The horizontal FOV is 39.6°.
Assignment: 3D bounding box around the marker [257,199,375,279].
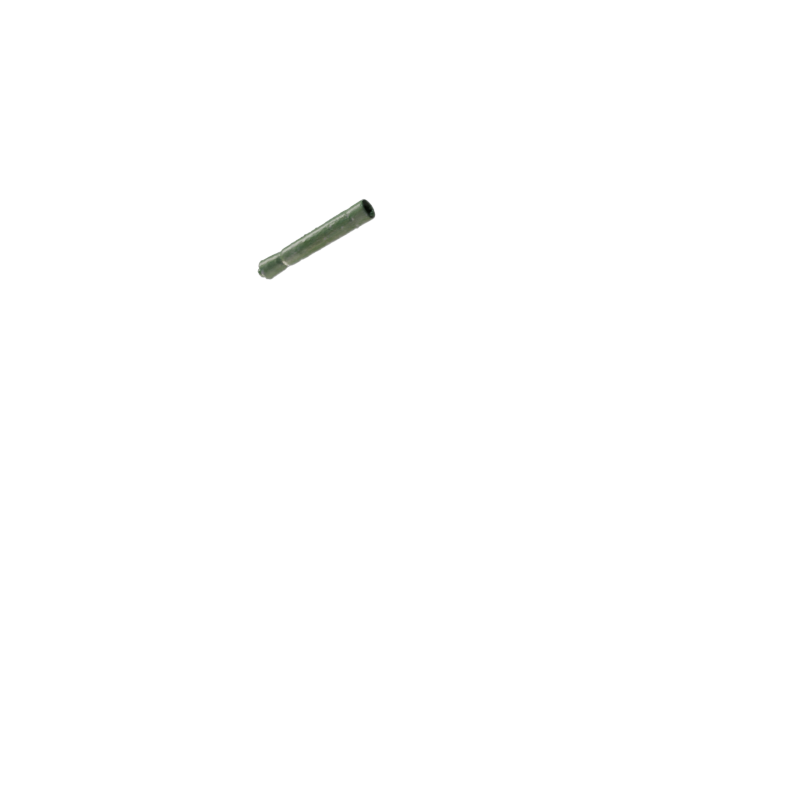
[{"bbox_3d":[-0.074,-0.135,0.948,0.121,0.020,0.019,-27,-9,27],"label":"marker"}]
